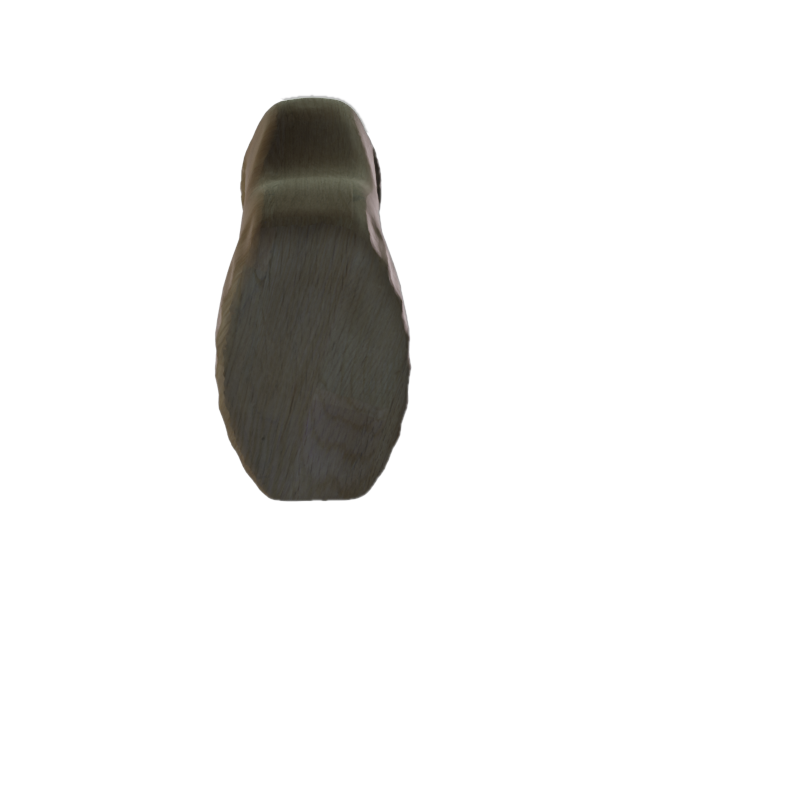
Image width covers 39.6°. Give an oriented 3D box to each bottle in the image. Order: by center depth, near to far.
[{"bbox_3d":[-0.032,-0.058,0.405,0.058,0.090,0.204,-3,31,-2],"label":"bottle"}]
